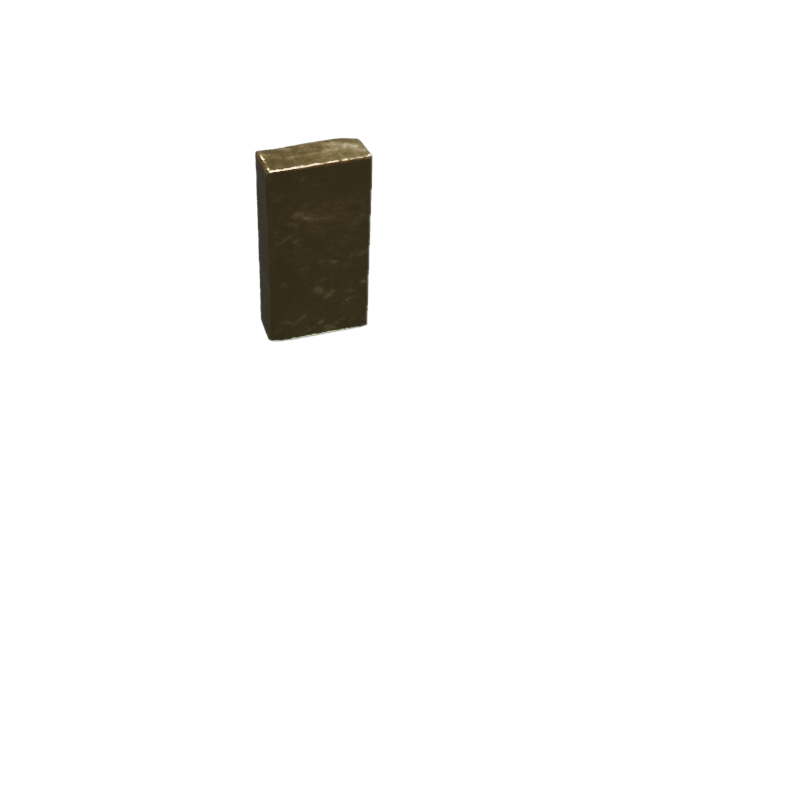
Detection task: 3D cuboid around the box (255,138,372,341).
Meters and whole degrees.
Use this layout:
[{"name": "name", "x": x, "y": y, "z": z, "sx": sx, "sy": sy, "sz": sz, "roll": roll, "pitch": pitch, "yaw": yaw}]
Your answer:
[{"name": "box", "x": -0.075, "y": -0.136, "z": 0.954, "sx": 0.092, "sy": 0.165, "sz": 0.052, "roll": -10, "pitch": 36, "yaw": -17}]
